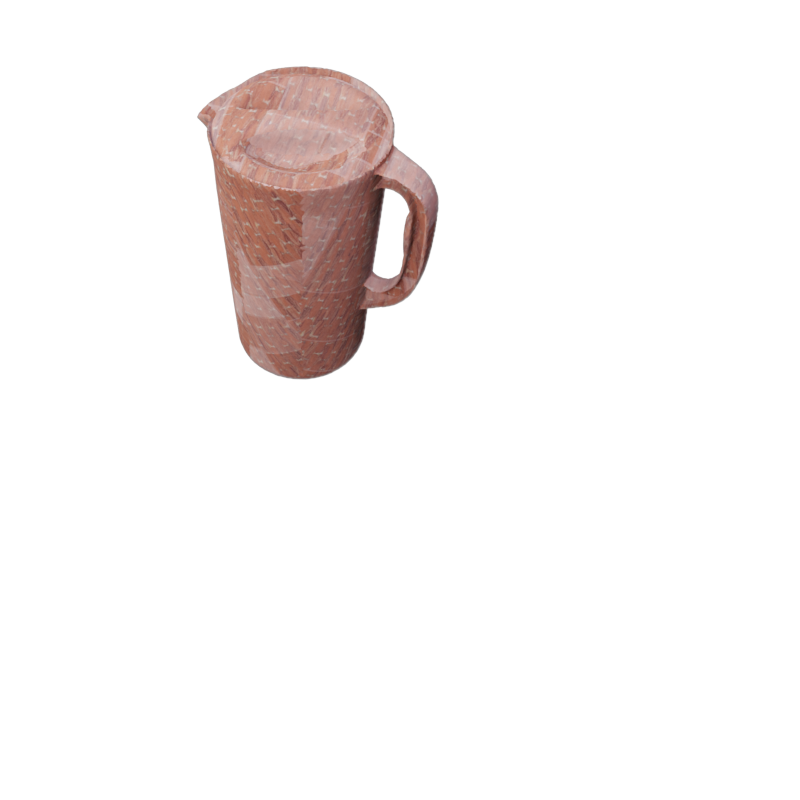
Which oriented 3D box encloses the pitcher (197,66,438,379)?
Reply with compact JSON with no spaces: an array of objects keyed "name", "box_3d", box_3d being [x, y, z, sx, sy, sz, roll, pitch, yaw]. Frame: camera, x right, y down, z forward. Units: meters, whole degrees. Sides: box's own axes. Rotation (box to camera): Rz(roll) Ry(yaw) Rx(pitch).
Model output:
[{"name":"pitcher","box_3d":[-0.067,-0.123,0.859,0.143,0.161,0.227,-15,-37,-15]}]
